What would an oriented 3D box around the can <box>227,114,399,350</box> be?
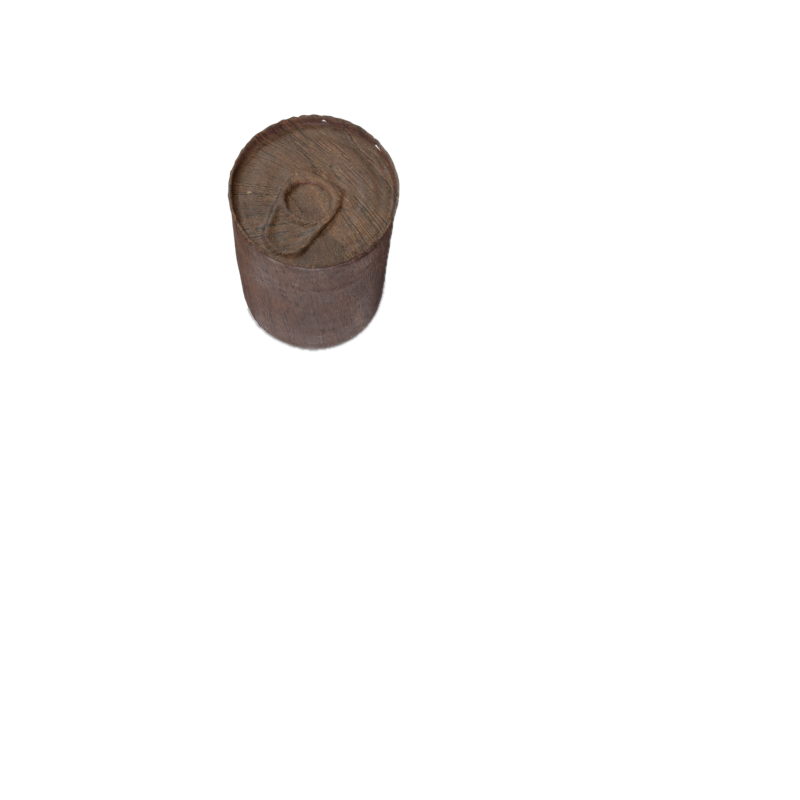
[{"bbox_3d":[-0.038,-0.069,0.482,0.068,0.072,0.097,0,-20,-3],"label":"can"}]
